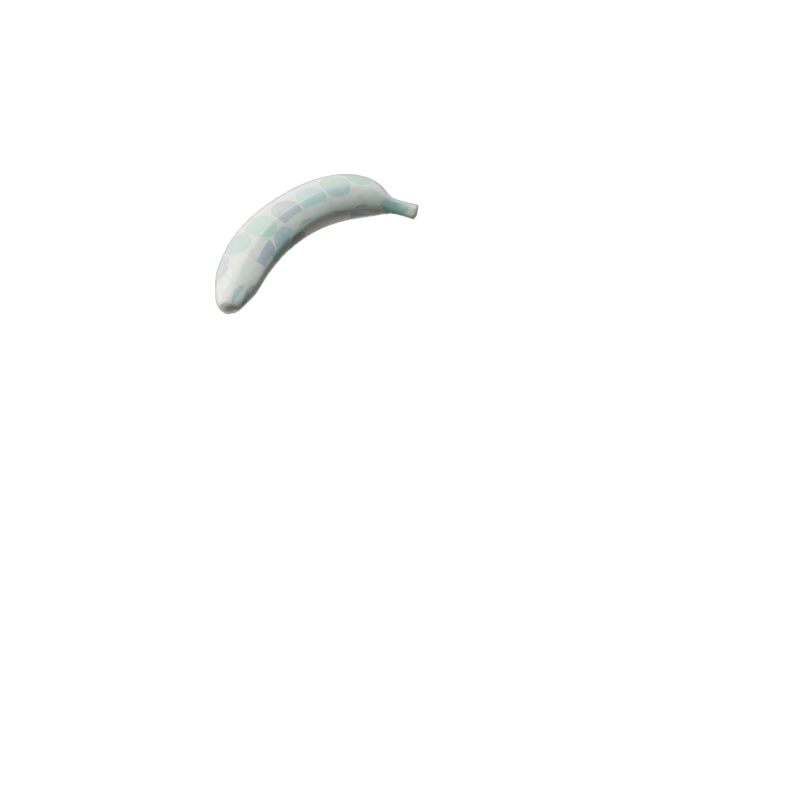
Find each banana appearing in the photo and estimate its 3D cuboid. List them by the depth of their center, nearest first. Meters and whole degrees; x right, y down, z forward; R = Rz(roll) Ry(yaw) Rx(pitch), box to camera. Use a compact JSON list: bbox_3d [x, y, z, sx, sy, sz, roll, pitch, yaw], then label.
[{"bbox_3d":[-0.075,-0.128,0.829,0.074,0.034,0.198,32,50,32],"label":"banana"}]
